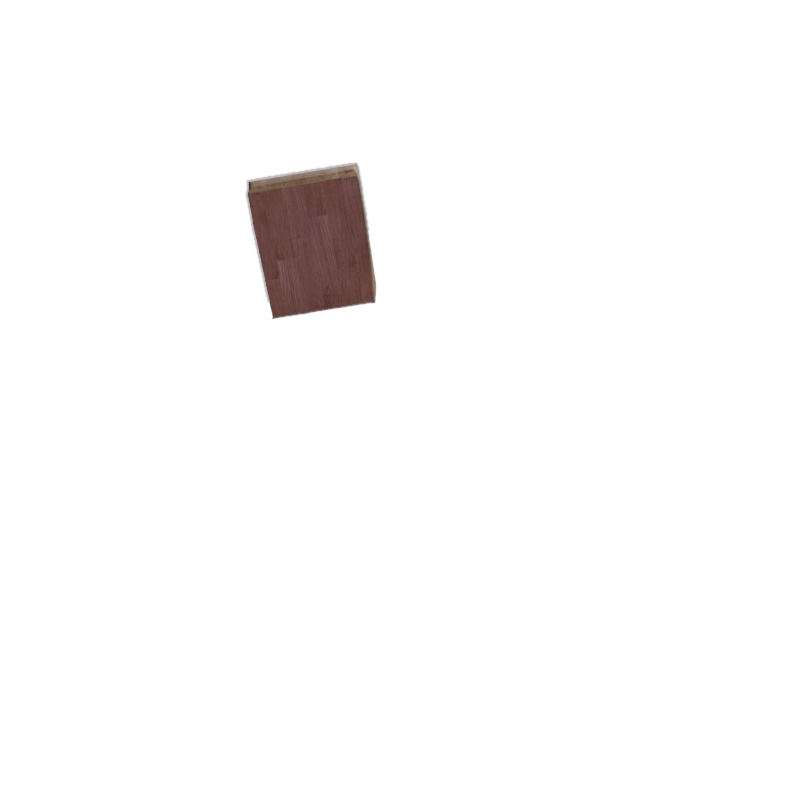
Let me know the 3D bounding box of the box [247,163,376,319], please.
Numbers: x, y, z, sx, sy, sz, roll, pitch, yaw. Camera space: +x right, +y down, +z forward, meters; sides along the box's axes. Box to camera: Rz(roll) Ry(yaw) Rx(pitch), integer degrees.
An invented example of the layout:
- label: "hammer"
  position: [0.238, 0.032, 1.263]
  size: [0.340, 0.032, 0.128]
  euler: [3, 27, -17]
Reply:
- label: "box"
  position: [-0.070, -0.127, 0.890]
  size: [0.090, 0.108, 0.041]
  euler: [-8, 21, 2]
